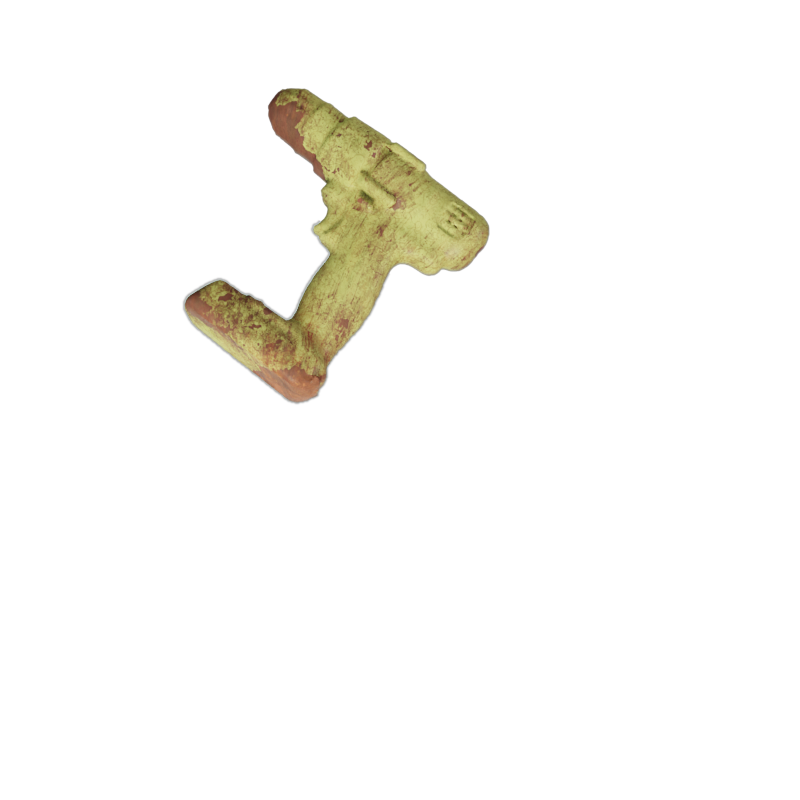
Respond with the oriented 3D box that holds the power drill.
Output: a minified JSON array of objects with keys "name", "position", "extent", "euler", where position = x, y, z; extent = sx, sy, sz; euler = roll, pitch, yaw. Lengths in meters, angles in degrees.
[{"name":"power drill","position":[-0.059,-0.108,0.759],"extent":[0.190,0.190,0.055],"euler":[37,-16,12]}]
